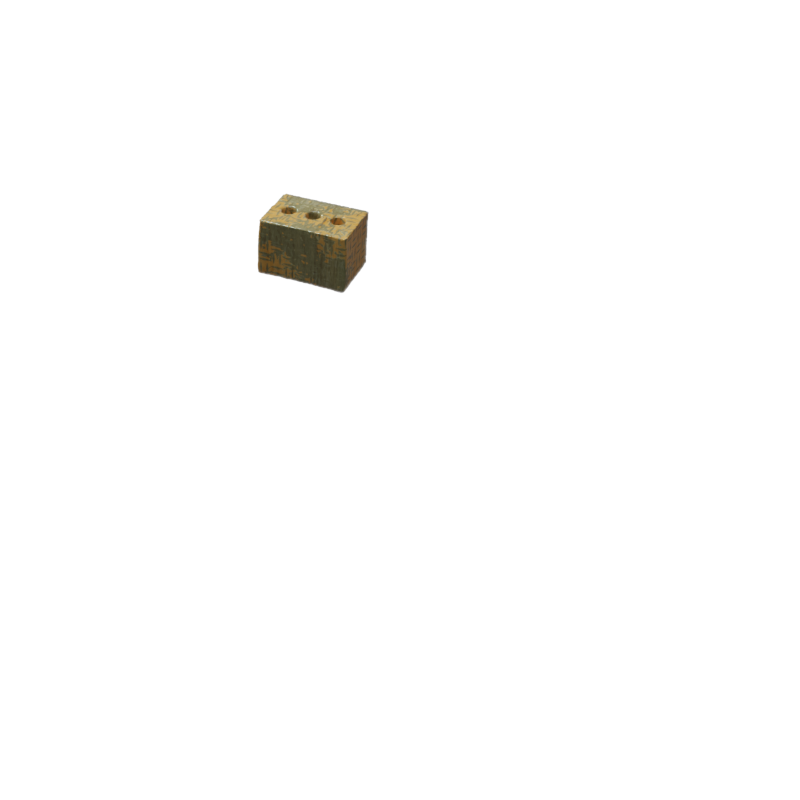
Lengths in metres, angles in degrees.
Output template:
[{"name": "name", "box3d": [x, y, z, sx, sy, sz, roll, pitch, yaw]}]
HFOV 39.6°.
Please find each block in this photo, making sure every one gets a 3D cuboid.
[{"name": "block", "box3d": [-0.071, -0.129, 0.906, 0.081, 0.048, 0.054, 14, 37, 18]}]
